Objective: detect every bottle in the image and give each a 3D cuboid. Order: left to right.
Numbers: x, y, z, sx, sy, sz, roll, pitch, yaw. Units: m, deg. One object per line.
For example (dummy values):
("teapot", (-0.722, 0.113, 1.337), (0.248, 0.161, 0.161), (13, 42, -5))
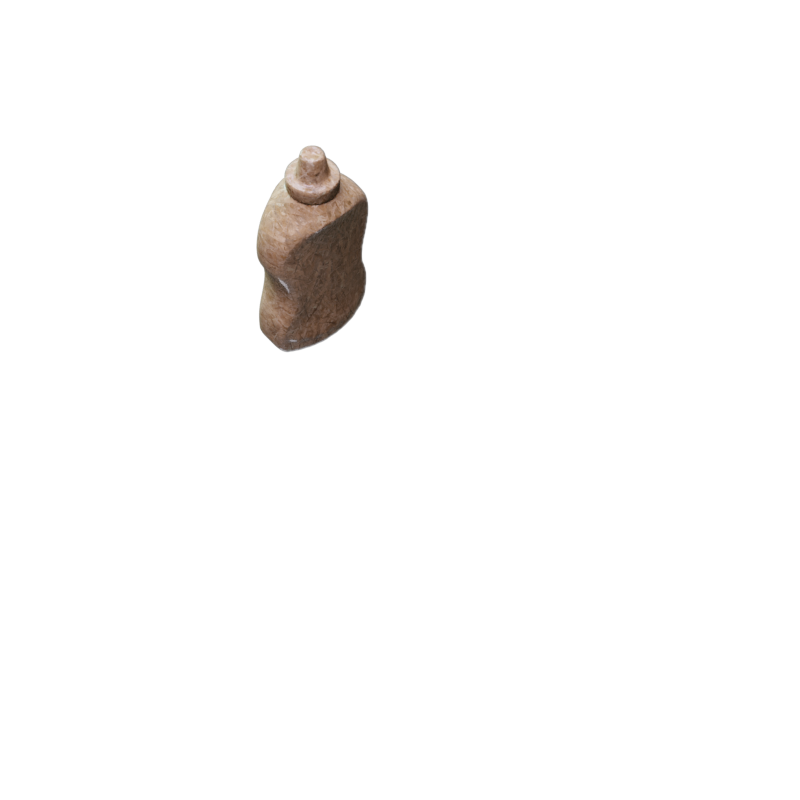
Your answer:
("bottle", (-0.068, -0.123, 0.861), (0.096, 0.062, 0.179), (-35, -26, -25))
